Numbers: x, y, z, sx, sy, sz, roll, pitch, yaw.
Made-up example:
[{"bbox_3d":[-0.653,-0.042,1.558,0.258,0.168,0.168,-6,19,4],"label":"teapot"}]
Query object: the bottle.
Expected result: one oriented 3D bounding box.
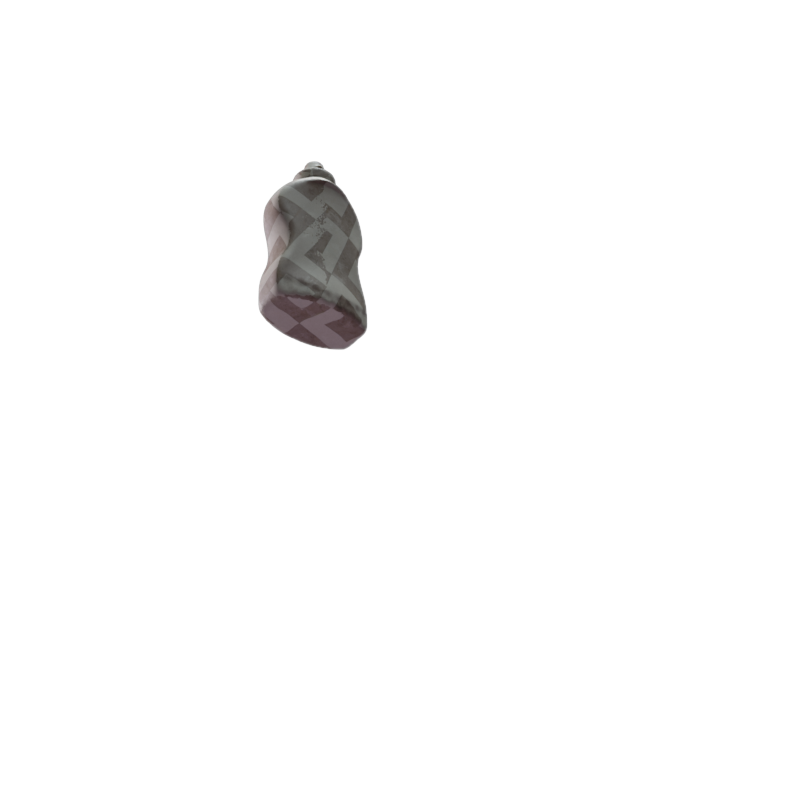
[{"bbox_3d":[-0.077,-0.142,0.992,0.091,0.206,0.057,22,-45,-27],"label":"bottle"}]
